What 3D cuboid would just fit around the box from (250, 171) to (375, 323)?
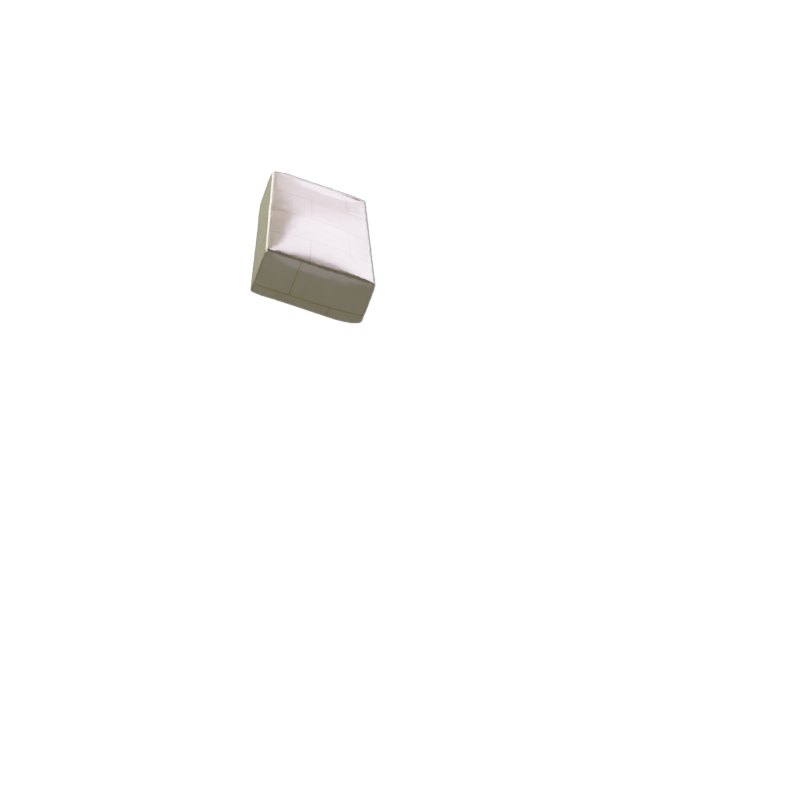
[{"bbox_3d":[-0.073,-0.134,0.934,0.091,0.046,0.188,16,30,-13],"label":"box"}]
